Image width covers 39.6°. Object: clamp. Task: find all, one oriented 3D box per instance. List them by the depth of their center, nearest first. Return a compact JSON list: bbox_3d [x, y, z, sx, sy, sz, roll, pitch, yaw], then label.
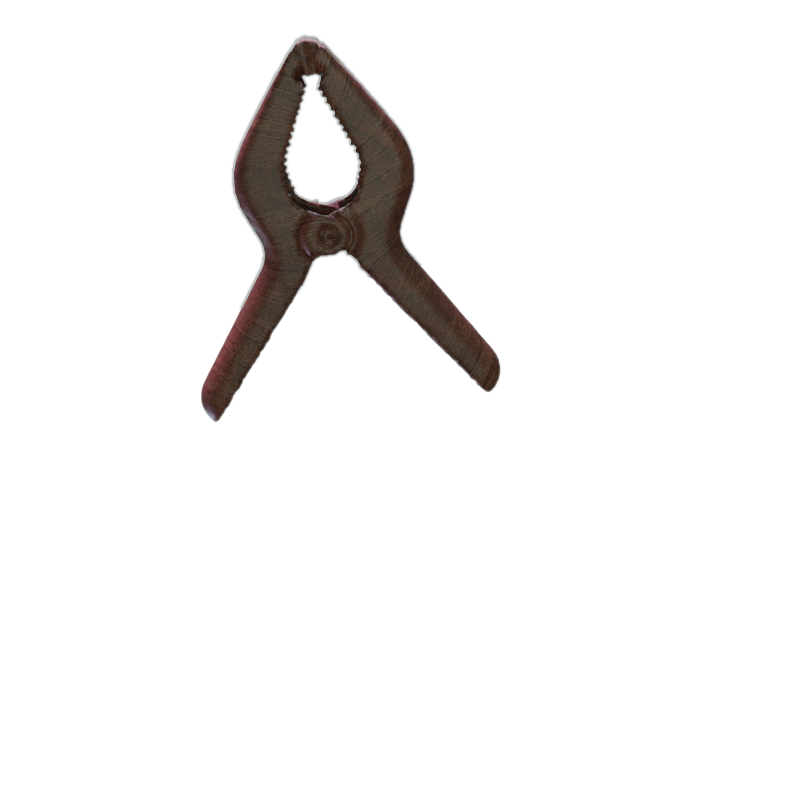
[{"bbox_3d":[-0.046,-0.084,0.591,0.165,0.202,0.038,-13,15,3],"label":"clamp"}]
